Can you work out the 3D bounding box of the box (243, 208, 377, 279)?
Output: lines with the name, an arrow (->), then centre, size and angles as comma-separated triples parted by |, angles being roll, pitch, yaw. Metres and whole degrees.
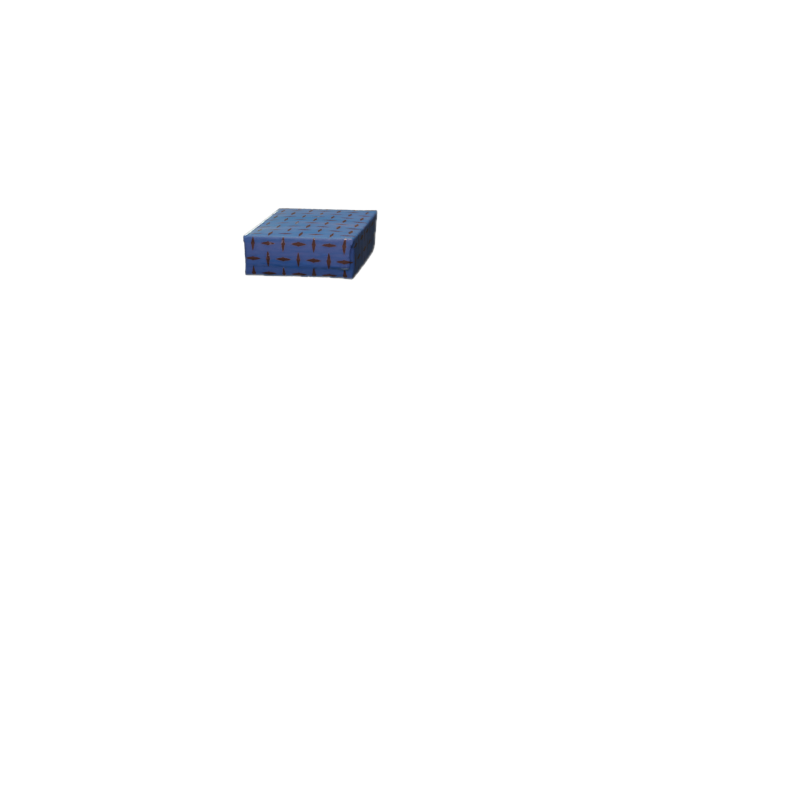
box -> -0.072, -0.131, 0.918 | 0.091, 0.038, 0.116 | 3, 19, 10
